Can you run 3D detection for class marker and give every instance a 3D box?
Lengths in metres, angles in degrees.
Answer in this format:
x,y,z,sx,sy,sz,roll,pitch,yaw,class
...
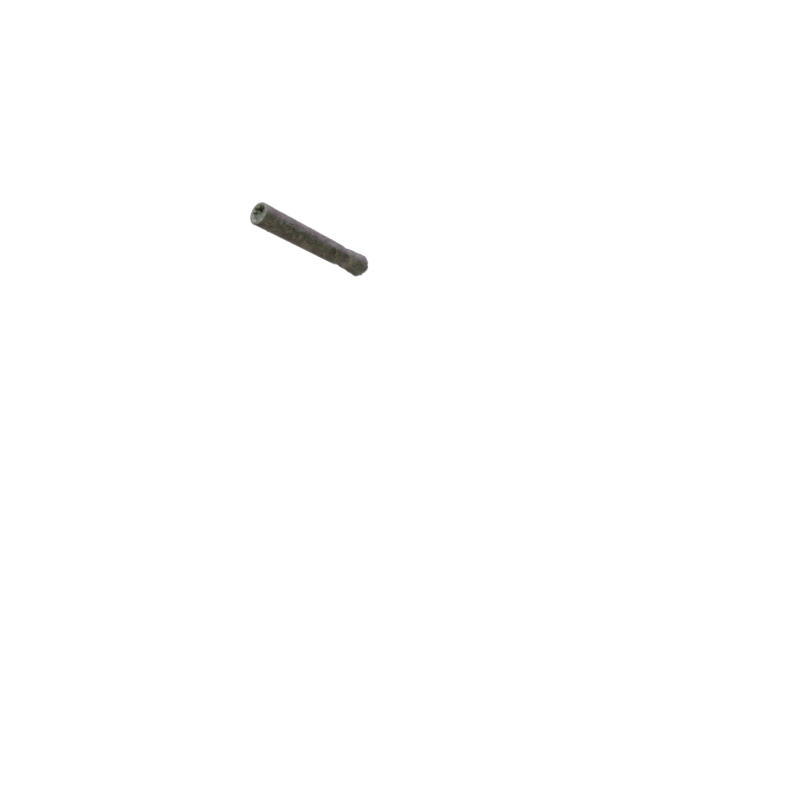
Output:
x,y,z,sx,sy,sz,roll,pitch,yaw,class
-0.069,-0.126,0.883,0.113,0.020,0.021,23,-13,-41,marker
